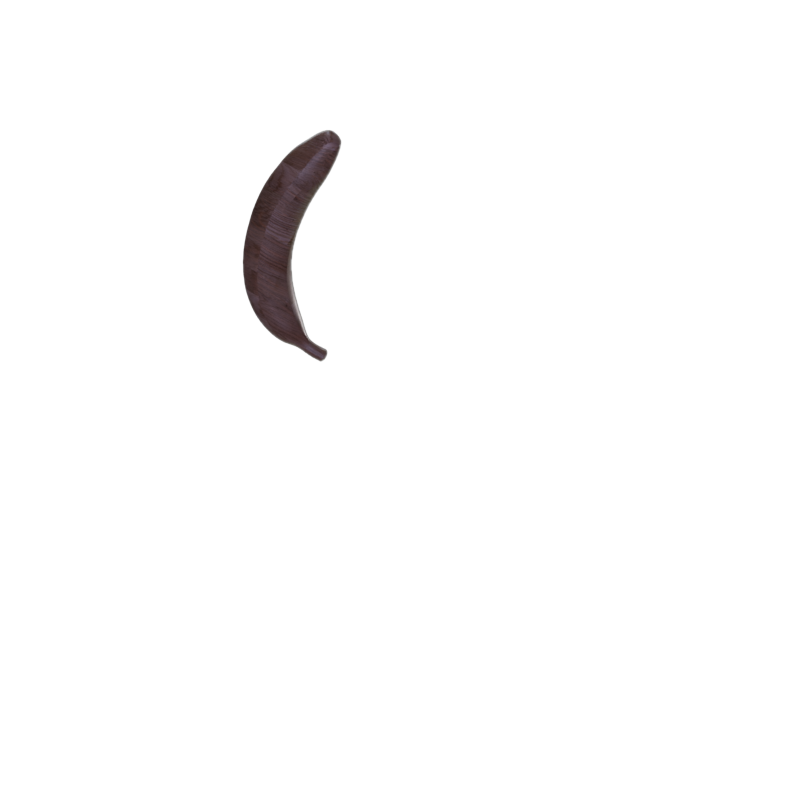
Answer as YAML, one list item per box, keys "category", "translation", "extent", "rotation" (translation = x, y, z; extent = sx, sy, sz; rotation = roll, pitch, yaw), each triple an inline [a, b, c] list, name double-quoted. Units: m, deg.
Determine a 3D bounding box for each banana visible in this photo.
- category: "banana"
  translation: [-0.085, -0.118, 0.843]
  extent: [0.069, 0.186, 0.039]
  rotation: [3, 34, -3]
